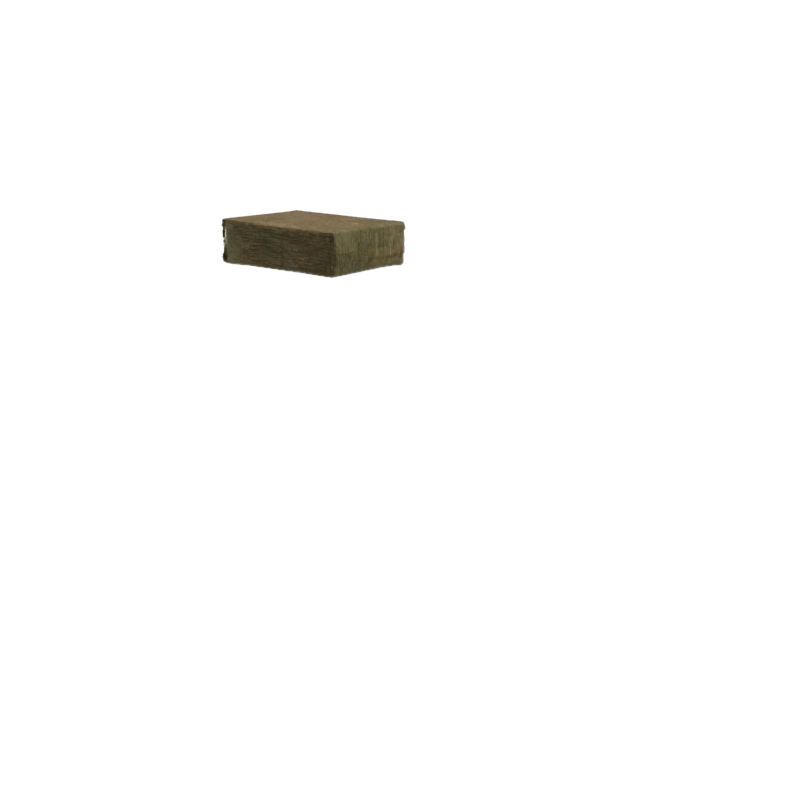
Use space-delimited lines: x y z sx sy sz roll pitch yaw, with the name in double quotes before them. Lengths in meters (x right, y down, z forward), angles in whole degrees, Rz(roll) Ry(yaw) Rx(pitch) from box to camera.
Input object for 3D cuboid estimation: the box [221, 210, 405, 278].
"box" -0.066 -0.121 0.849 0.119 0.038 0.088 10 16 36
